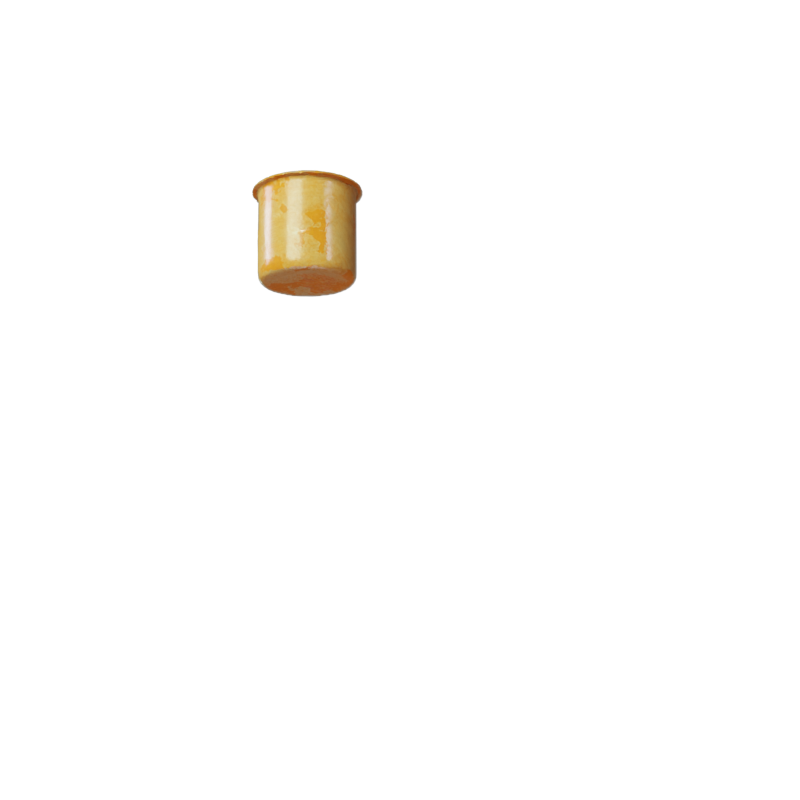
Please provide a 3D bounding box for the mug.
[{"bbox_3d":[-0.073,-0.133,0.930,0.095,0.085,0.110,-7,-17,21],"label":"mug"}]
